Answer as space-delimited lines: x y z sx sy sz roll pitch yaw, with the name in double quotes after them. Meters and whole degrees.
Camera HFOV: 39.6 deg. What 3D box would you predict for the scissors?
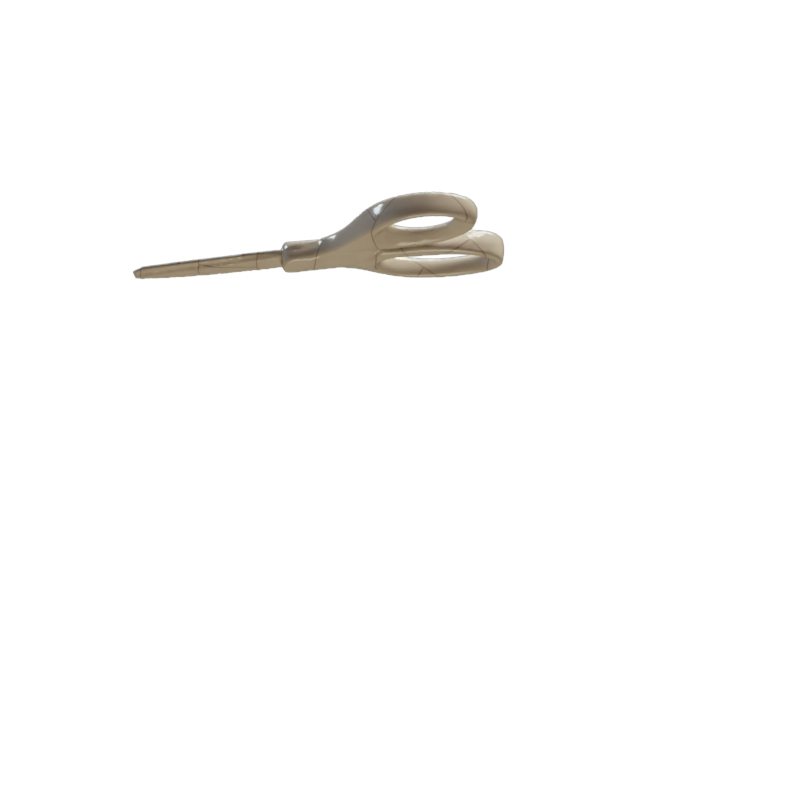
-0.045 -0.082 0.576 0.202 0.016 0.092 0 -17 0 "scissors"
